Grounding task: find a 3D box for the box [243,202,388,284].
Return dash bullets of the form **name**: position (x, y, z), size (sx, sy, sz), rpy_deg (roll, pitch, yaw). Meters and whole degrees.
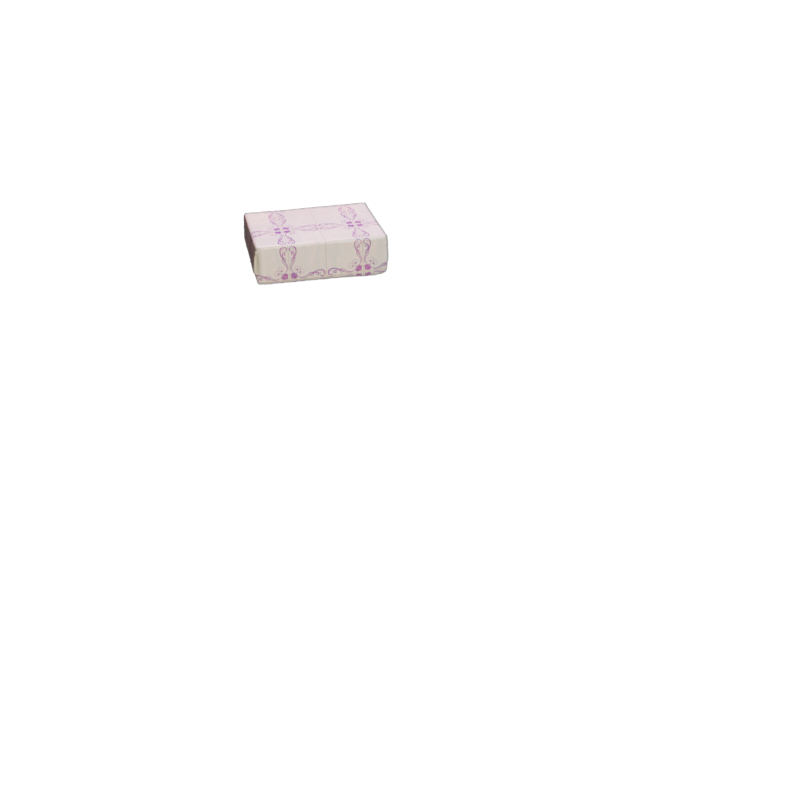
- **box**: position (-0.074, -0.135, 0.948), size (0.112, 0.037, 0.096), rpy_deg (-5, 28, -10)
